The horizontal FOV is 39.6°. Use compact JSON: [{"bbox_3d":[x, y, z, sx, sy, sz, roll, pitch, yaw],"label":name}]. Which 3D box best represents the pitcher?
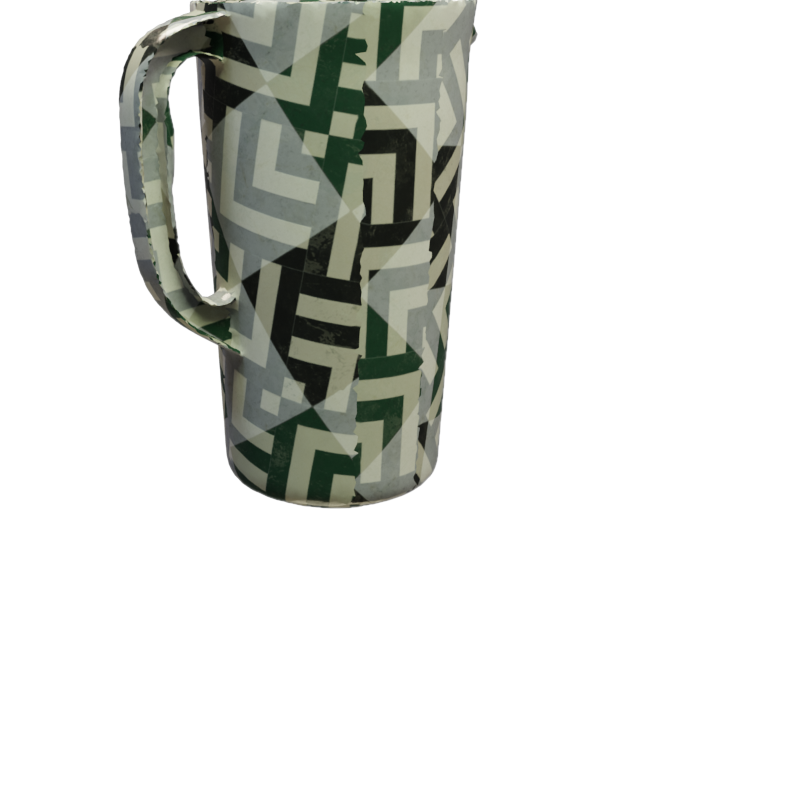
[{"bbox_3d":[-0.042,-0.076,0.536,0.151,0.235,0.148,3,15,8],"label":"pitcher"}]
